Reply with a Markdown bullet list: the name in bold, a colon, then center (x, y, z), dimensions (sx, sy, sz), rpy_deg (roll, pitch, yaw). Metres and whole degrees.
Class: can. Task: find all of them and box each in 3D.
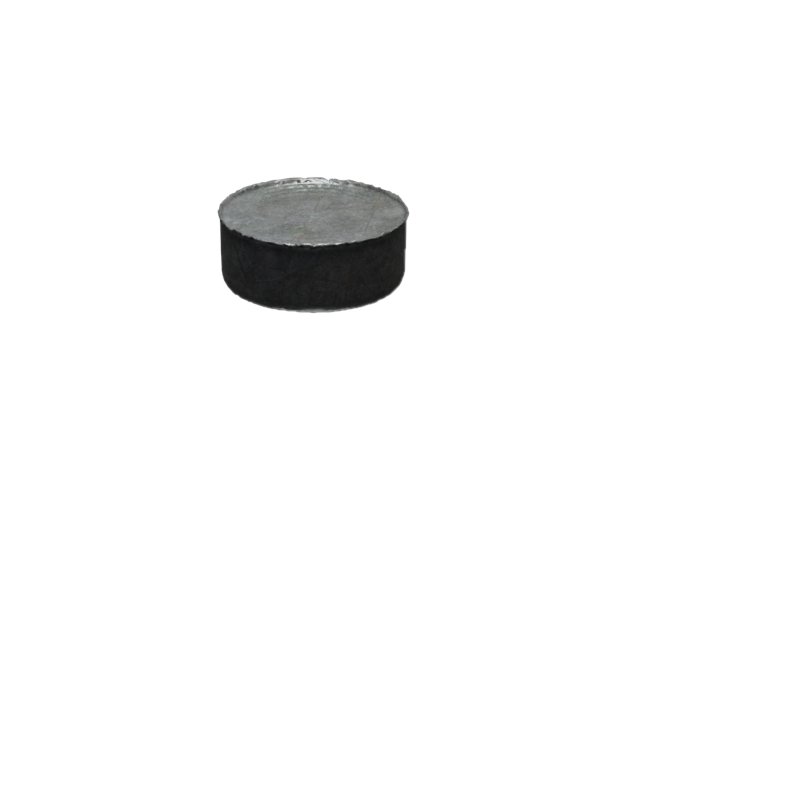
- **can**: center (-0.039, -0.072, 0.504), dimensions (0.086, 0.032, 0.091), rpy_deg (-1, 28, -2)
